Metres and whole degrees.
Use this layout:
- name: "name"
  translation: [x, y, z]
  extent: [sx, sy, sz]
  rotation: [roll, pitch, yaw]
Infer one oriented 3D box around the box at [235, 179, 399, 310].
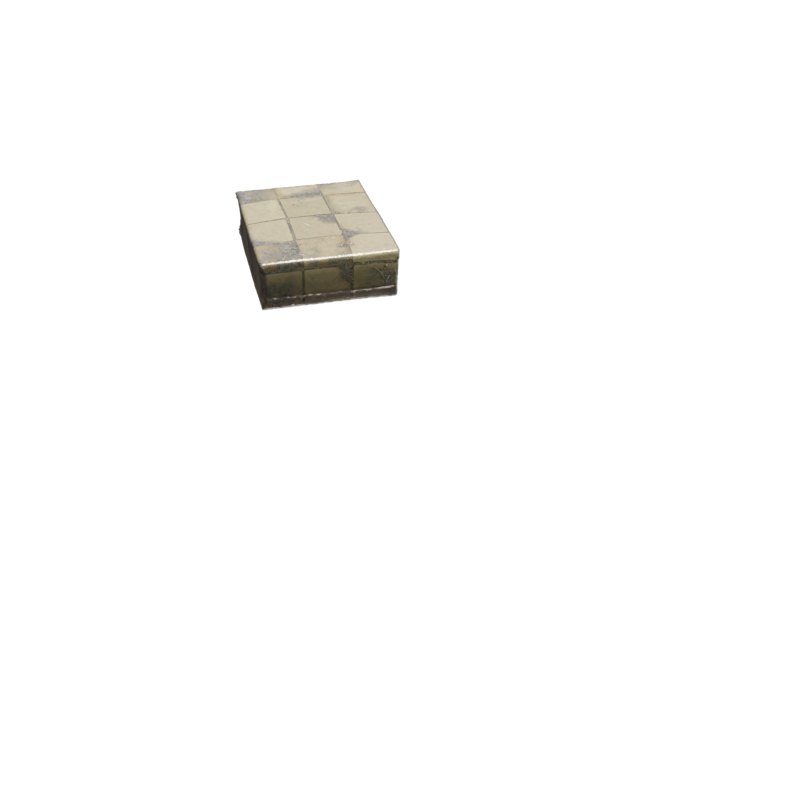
- name: "box"
  translation: [-0.058, -0.105, 0.739]
  extent: [0.089, 0.037, 0.122]
  rotation: [-7, 32, -12]
